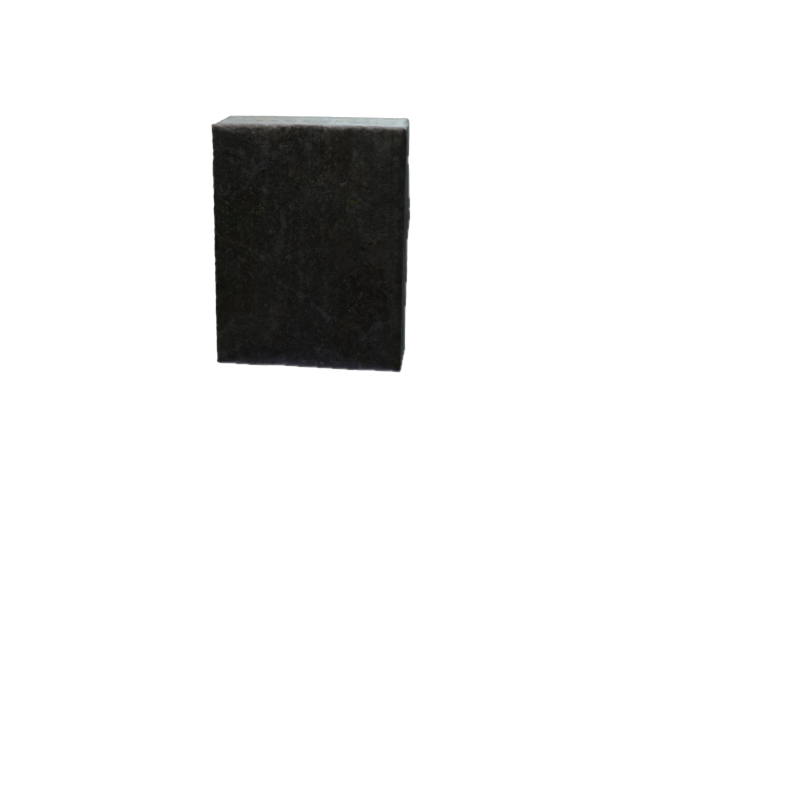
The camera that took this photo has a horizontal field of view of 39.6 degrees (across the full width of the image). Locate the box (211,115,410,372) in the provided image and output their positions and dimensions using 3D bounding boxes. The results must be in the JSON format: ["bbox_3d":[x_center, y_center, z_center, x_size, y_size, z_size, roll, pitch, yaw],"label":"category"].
[{"bbox_3d":[-0.075,-0.137,0.963,0.166,0.206,0.074,3,15,7],"label":"box"}]
